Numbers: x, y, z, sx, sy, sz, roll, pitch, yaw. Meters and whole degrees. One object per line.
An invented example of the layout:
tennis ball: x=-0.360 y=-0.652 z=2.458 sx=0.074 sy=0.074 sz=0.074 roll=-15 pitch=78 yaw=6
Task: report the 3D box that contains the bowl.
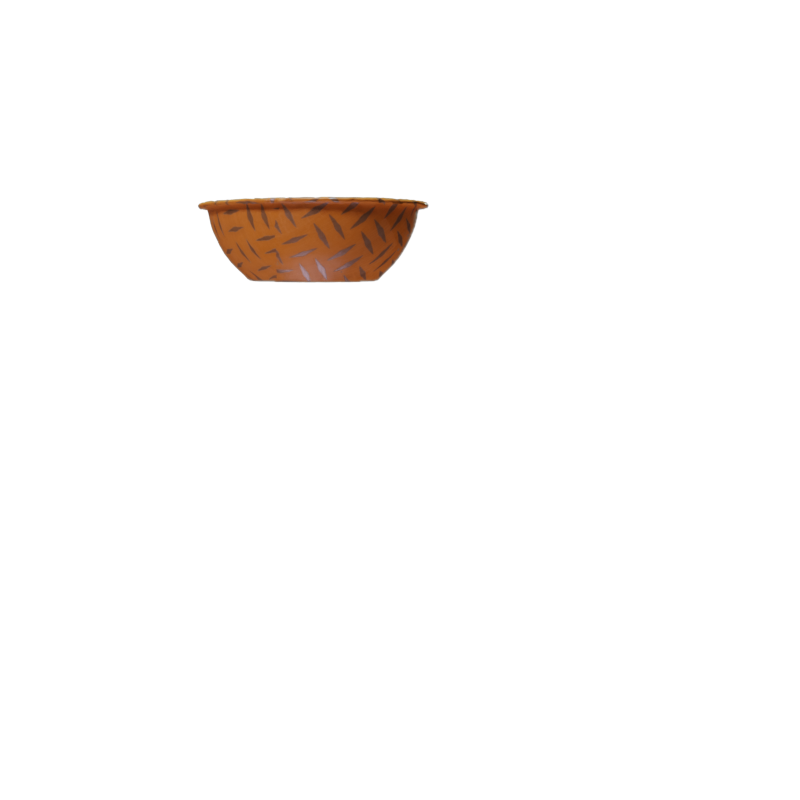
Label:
bowl: x=-0.061 y=-0.111 z=0.777 sx=0.162 sy=0.055 sz=0.164 roll=0 pitch=7 yaw=-2
